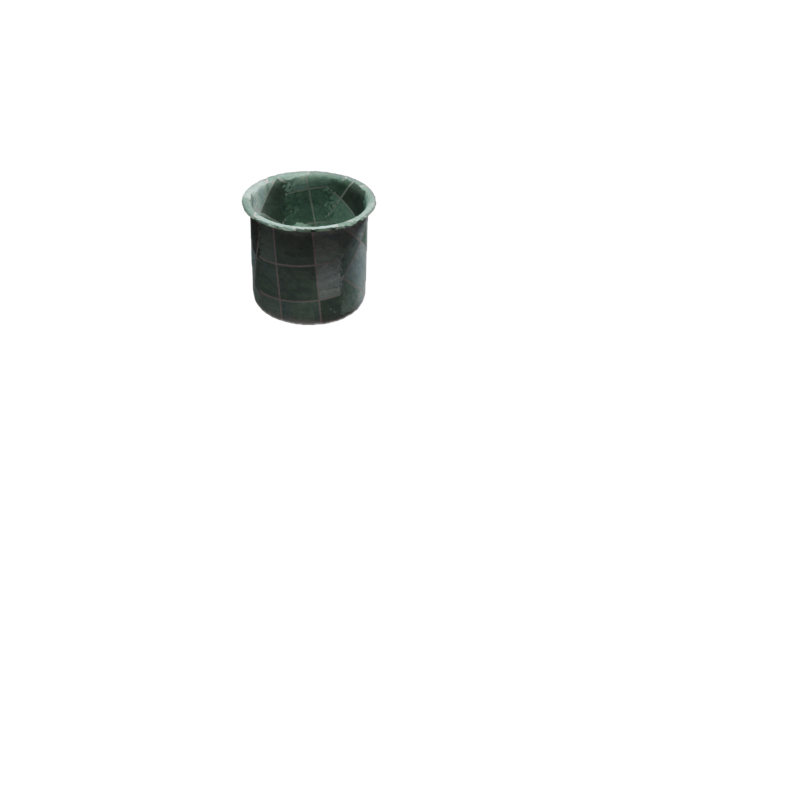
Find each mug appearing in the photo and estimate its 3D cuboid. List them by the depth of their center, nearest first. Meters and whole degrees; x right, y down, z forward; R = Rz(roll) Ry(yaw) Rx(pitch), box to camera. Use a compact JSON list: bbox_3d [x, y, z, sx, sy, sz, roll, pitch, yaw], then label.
[{"bbox_3d":[-0.062,-0.114,0.796,0.095,0.077,0.123,7,34,9],"label":"mug"}]
